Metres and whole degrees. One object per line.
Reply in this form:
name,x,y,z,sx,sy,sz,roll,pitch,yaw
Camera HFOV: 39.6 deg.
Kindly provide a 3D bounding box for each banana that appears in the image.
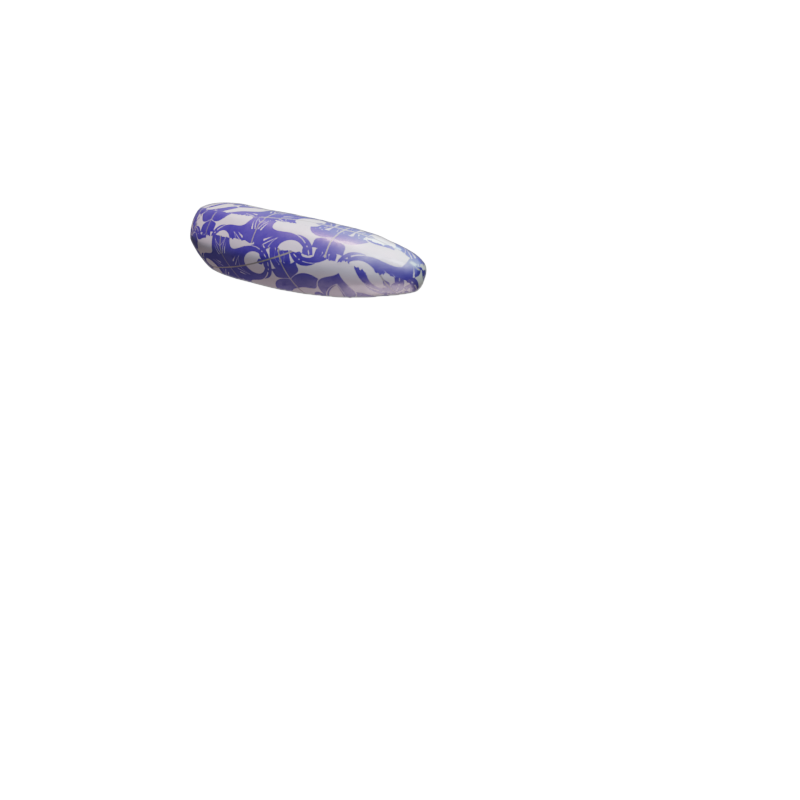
banana,-0.062,-0.080,0.562,0.068,0.036,0.208,-6,16,-26
